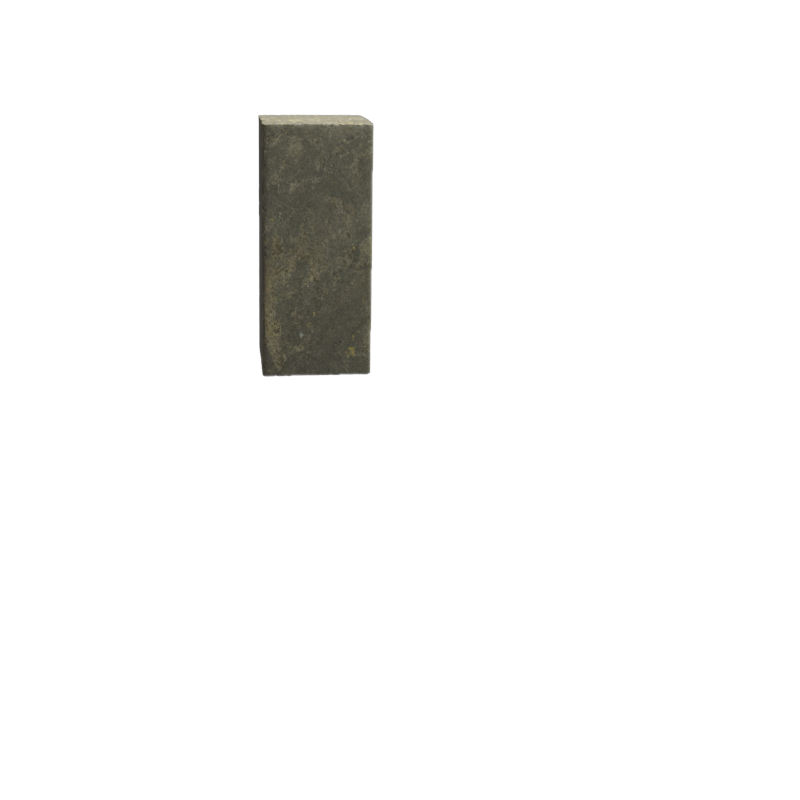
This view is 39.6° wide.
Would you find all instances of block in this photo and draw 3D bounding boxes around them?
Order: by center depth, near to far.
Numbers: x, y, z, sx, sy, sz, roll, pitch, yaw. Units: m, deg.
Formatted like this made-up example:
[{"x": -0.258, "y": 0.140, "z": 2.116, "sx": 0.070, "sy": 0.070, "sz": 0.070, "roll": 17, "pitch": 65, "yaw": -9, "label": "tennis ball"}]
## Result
[{"x": -0.073, "y": -0.133, "z": 0.930, "sx": 0.090, "sy": 0.200, "sz": 0.094, "roll": -1, "pitch": 13, "yaw": -7, "label": "block"}]
